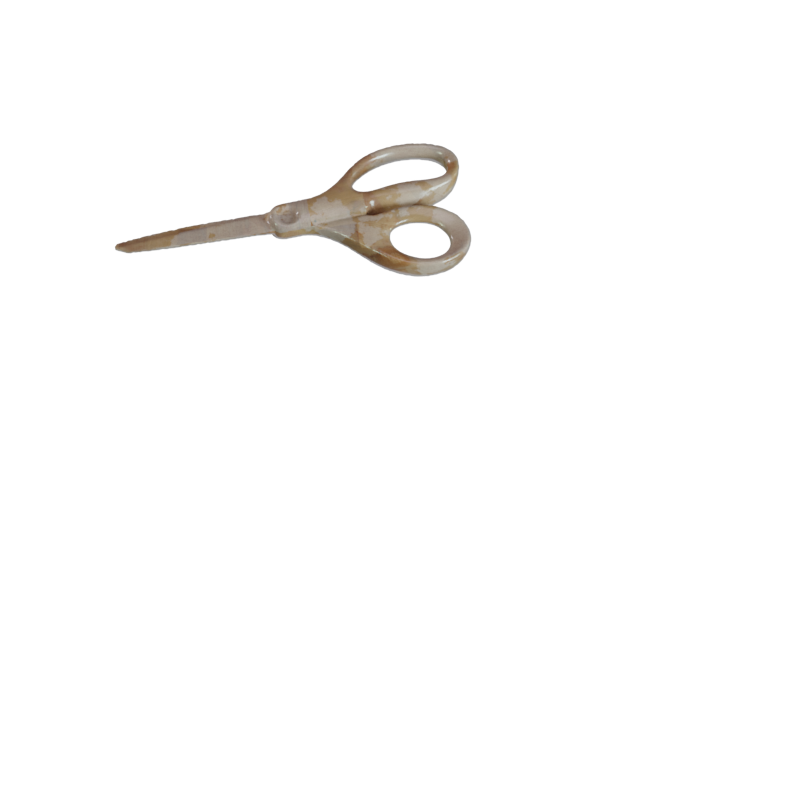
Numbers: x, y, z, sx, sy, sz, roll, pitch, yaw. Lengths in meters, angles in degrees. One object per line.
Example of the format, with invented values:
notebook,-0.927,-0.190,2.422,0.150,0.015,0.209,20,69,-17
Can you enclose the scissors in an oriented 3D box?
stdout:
scissors,-0.049,-0.089,0.621,0.201,0.103,0.015,-25,-29,-15
